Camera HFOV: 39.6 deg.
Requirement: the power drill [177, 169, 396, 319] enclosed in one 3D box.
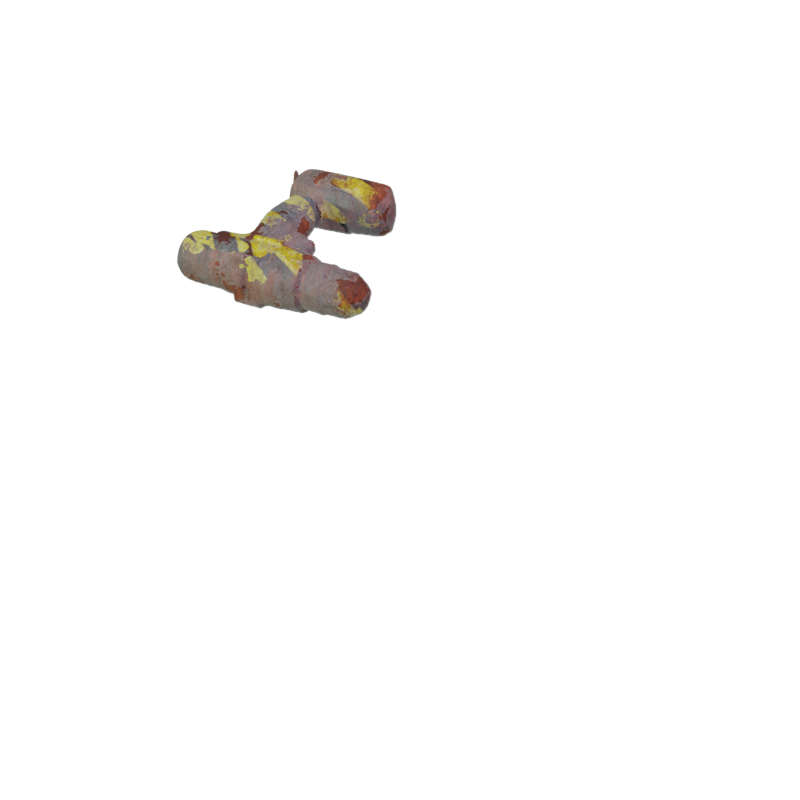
[{"bbox_3d":[-0.078,-0.142,0.991,0.193,0.054,0.191,17,36,24],"label":"power drill"}]
